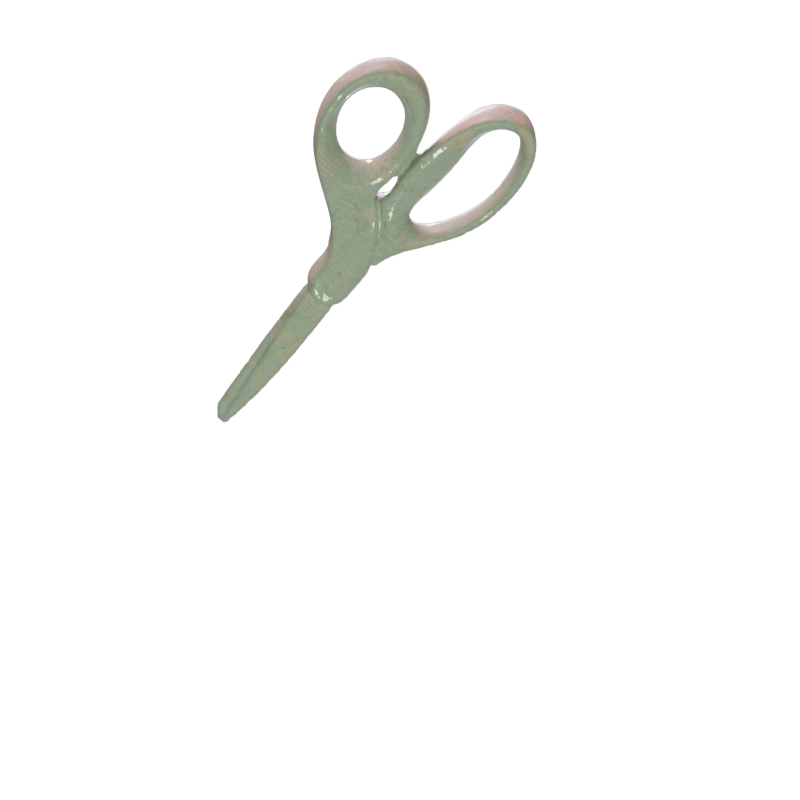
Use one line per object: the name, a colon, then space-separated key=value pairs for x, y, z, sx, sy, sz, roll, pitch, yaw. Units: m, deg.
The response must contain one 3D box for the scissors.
scissors: x=-0.036 y=-0.067 z=0.466 sx=0.200 sy=0.090 sz=0.017 roll=-34 pitch=30 yaw=23
